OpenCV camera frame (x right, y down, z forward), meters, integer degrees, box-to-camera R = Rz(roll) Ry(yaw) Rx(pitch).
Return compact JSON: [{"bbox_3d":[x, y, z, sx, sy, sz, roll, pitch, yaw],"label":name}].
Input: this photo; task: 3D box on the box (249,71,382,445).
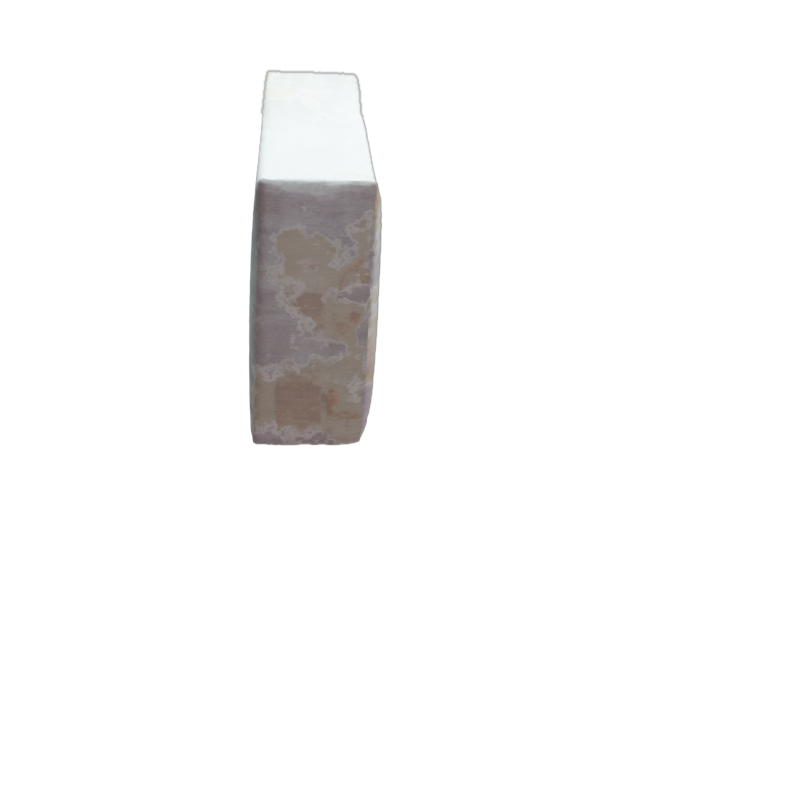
[{"bbox_3d":[-0.054,-0.099,0.691,0.071,0.155,0.227,1,28,-5],"label":"box"}]
